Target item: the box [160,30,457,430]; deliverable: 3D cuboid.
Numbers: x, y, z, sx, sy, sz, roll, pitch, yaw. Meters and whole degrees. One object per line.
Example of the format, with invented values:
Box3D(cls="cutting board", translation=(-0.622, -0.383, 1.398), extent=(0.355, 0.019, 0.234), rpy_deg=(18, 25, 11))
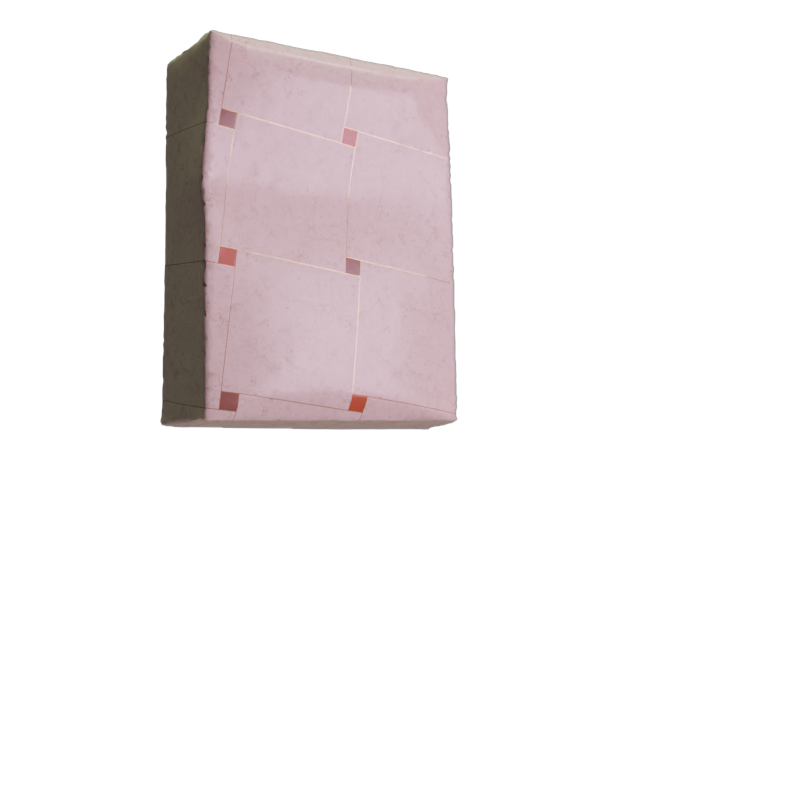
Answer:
Box3D(cls="box", translation=(-0.050, -0.092, 0.642), extent=(0.158, 0.219, 0.073), rpy_deg=(4, -11, -30))
